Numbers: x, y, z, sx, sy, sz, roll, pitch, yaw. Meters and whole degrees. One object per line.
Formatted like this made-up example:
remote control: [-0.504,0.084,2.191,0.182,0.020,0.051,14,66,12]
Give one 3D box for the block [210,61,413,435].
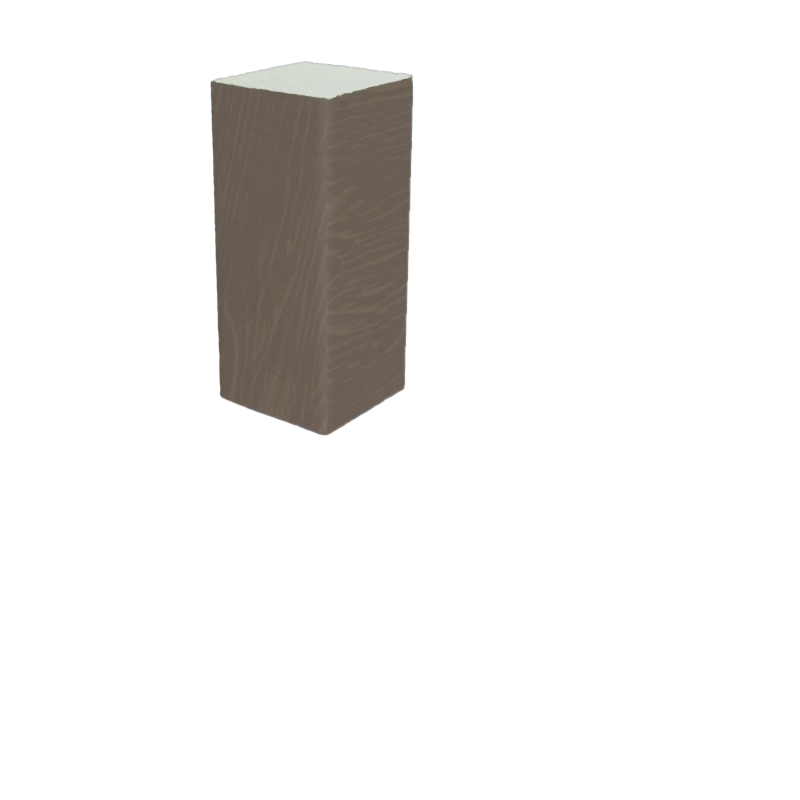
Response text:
block: [-0.053,-0.098,0.688,0.095,0.197,0.090,15,24,34]
